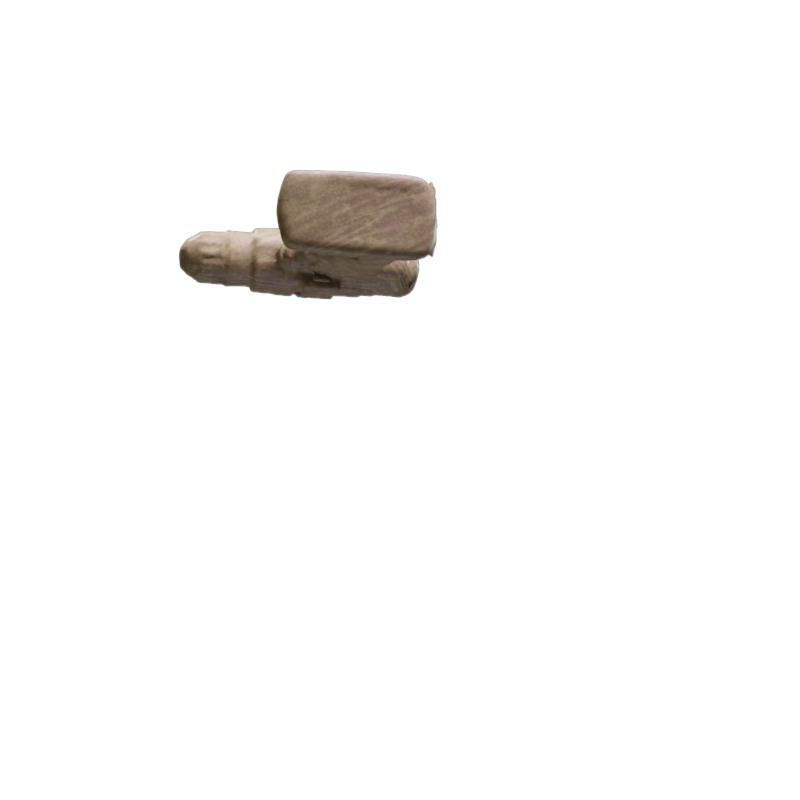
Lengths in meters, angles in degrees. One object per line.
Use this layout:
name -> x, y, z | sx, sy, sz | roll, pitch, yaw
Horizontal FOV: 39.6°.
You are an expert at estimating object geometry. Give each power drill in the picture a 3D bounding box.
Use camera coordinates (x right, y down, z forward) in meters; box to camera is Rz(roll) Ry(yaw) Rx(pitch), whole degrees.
power drill -> -0.062, -0.112, 0.788 | 0.182, 0.059, 0.187 | 1, -4, -11
